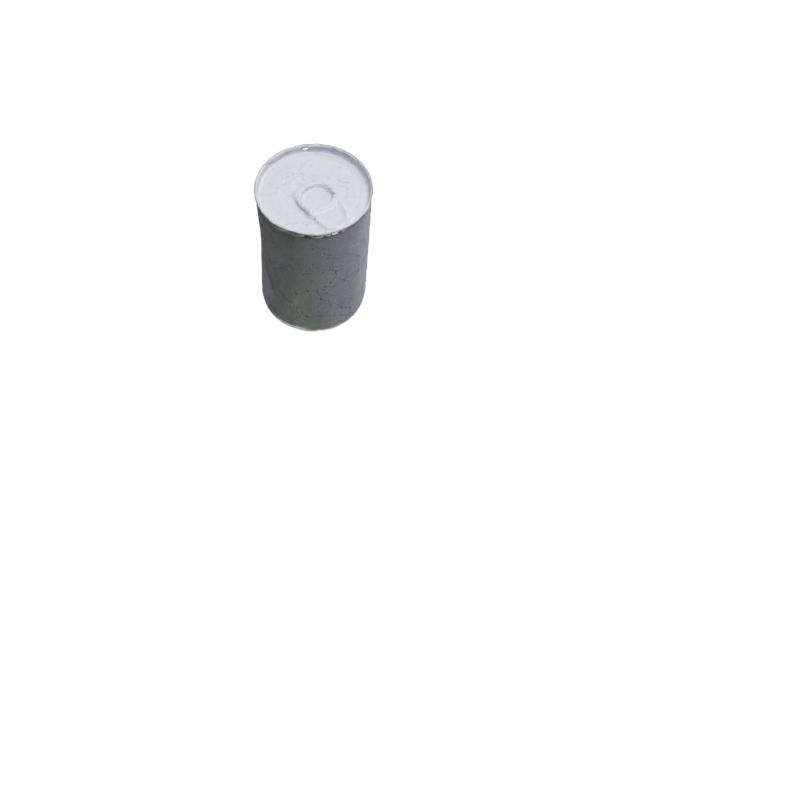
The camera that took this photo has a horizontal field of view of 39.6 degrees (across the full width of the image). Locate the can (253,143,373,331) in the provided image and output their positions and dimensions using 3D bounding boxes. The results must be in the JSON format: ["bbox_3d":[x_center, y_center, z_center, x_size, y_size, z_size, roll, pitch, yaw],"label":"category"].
[{"bbox_3d":[-0.052,-0.096,0.670,0.068,0.073,0.096,0,-33,-3],"label":"can"}]
